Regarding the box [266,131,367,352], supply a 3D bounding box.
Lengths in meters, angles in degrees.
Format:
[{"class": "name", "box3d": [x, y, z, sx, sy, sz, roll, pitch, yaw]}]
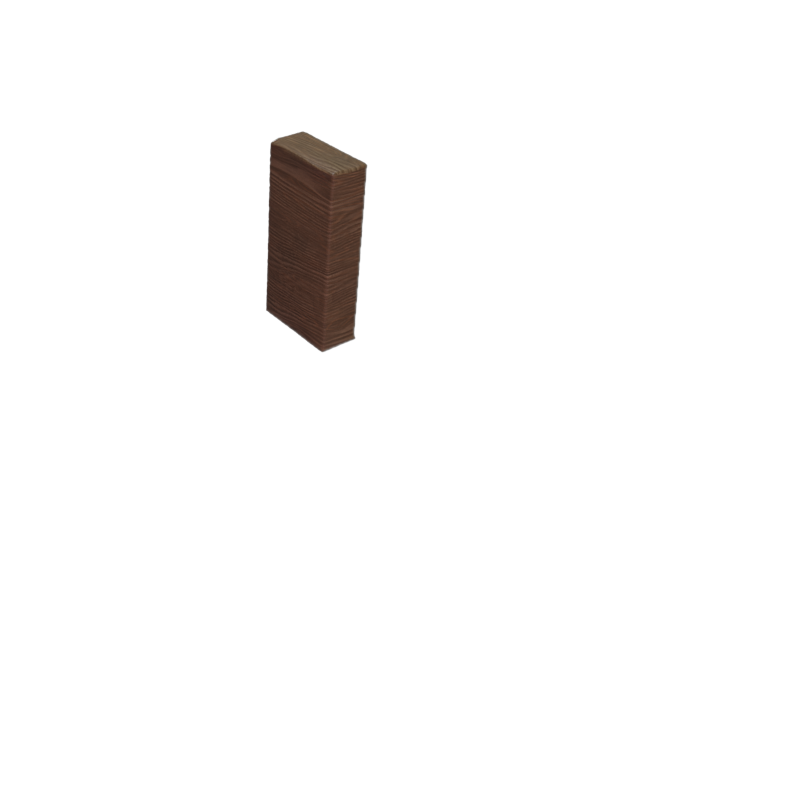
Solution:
[{"class": "box", "box3d": [-0.078, -0.142, 0.992, 0.047, 0.166, 0.100, -21, 38, -34]}]
